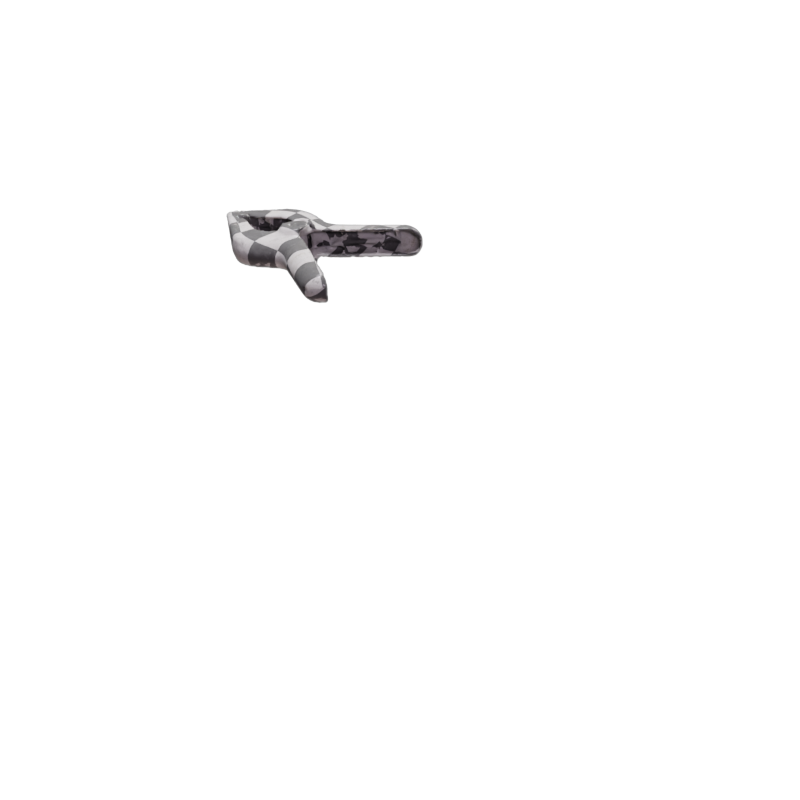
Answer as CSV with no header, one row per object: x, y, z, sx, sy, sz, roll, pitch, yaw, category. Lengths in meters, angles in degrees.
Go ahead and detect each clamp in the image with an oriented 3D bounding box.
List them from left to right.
-0.070,-0.127,0.889,0.118,0.037,0.183,-19,33,-33,clamp
